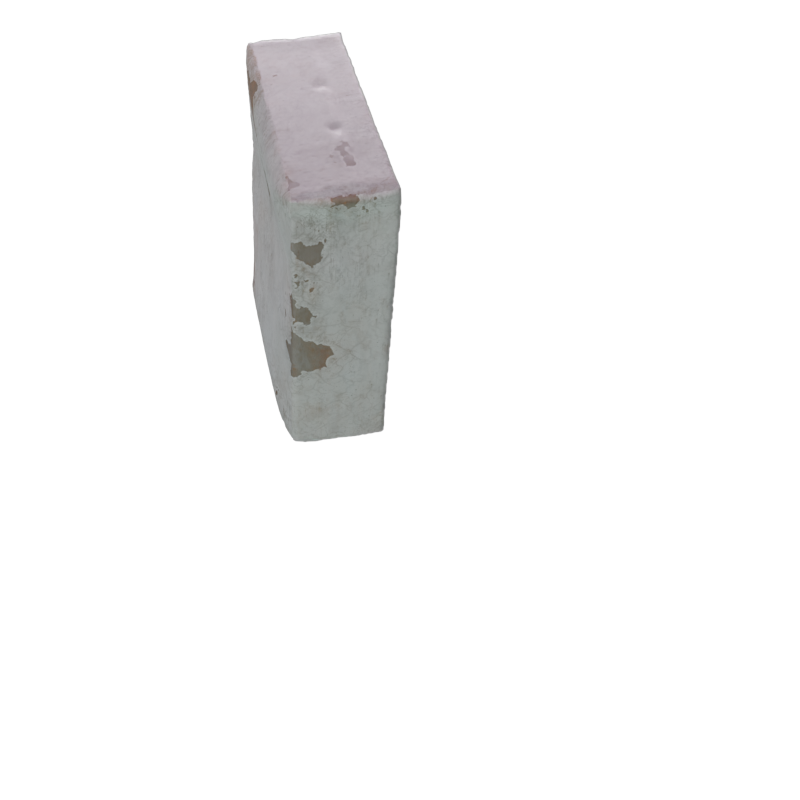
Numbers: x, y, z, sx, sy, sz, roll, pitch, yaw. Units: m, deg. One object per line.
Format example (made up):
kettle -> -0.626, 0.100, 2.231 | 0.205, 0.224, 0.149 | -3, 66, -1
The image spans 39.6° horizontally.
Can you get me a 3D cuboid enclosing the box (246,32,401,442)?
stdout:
box -> -0.056, -0.103, 0.721 | 0.071, 0.178, 0.199 | -8, -43, -11
